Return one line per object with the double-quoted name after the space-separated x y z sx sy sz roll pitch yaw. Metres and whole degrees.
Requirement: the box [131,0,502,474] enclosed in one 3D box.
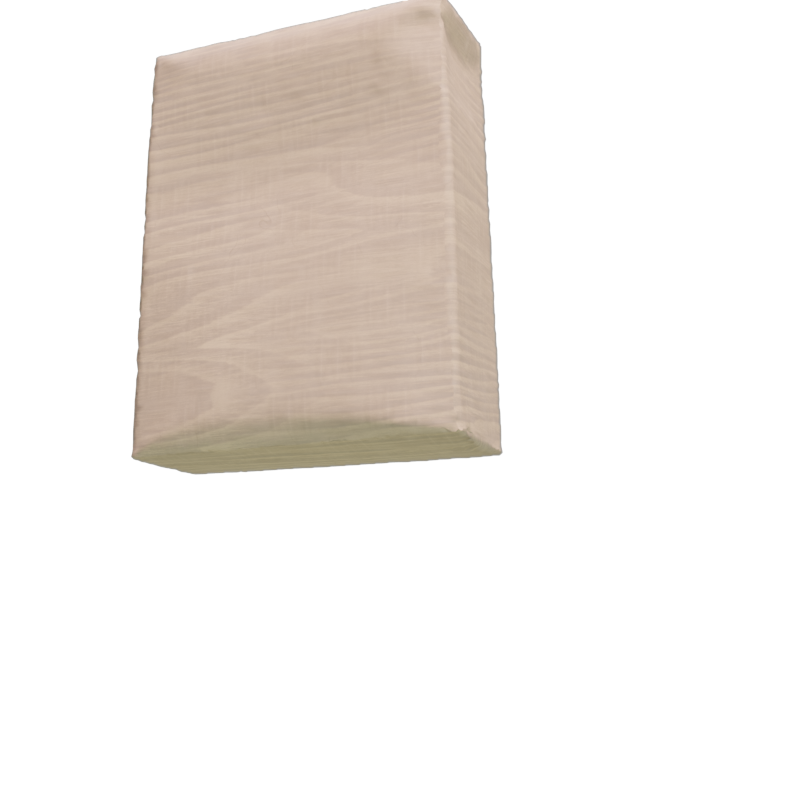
-0.043 -0.078 0.544 0.167 0.223 0.067 -7 -18 21 "box"
